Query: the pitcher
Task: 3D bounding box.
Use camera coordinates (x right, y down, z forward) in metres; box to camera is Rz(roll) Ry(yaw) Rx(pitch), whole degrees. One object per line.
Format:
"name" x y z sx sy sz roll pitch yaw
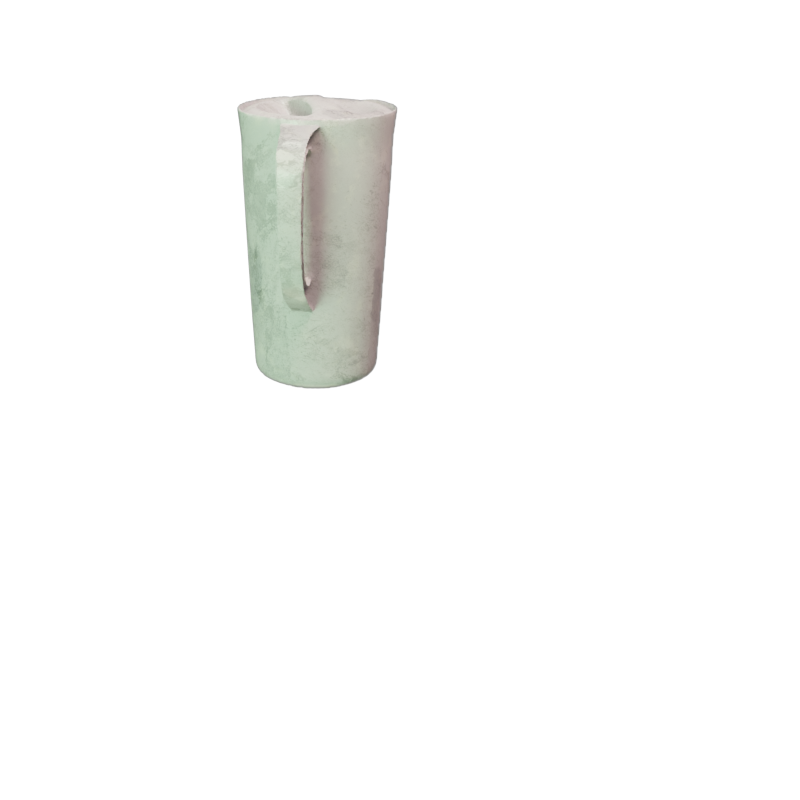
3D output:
"pitcher" -0.074 -0.135 0.946 0.146 0.234 0.154 -12 22 -35
